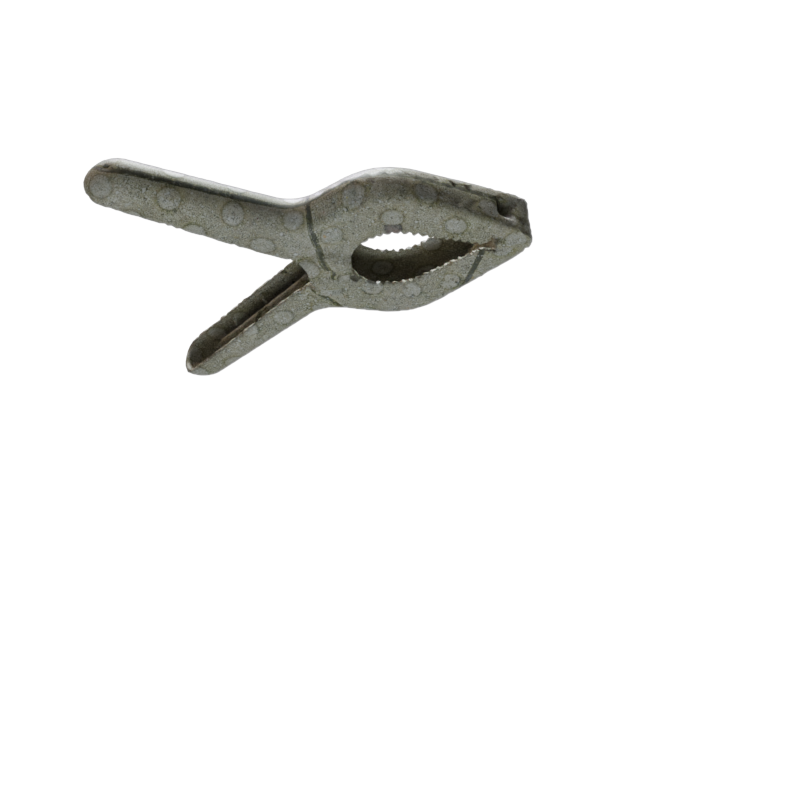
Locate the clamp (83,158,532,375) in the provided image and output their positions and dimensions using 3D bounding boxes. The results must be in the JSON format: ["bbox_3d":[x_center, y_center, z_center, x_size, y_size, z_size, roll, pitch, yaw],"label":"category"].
[{"bbox_3d":[-0.043,-0.079,0.555,0.212,0.039,0.152,-11,-36,15],"label":"clamp"}]
